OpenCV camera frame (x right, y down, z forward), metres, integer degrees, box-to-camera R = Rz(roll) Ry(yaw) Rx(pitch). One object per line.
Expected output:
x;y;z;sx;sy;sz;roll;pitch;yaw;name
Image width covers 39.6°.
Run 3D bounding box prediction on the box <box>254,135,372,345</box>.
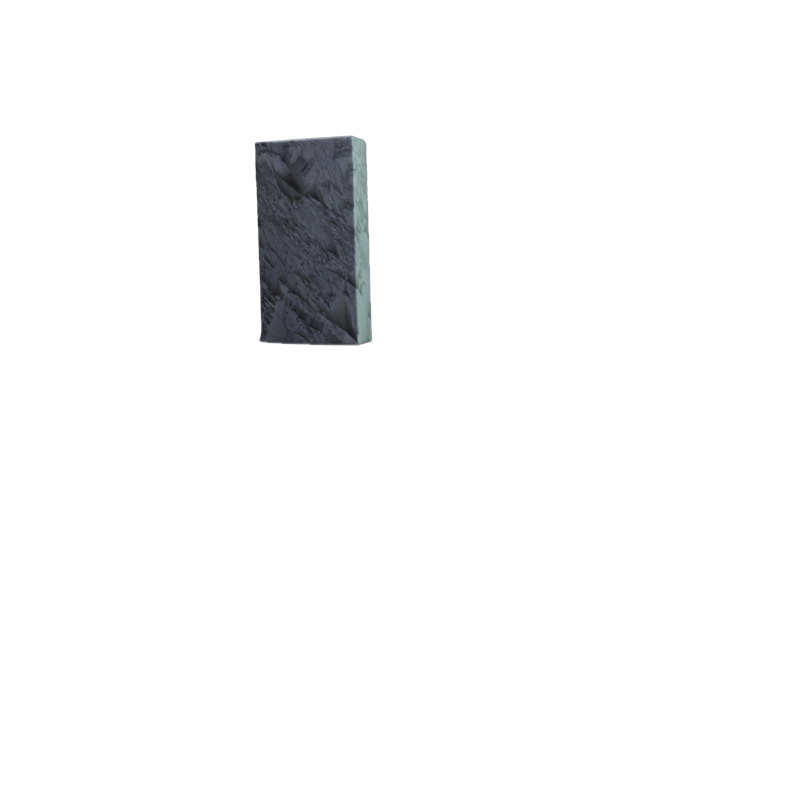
-0.075;-0.136;0.956;0.096;0.177;0.046;0;-2;21;box
